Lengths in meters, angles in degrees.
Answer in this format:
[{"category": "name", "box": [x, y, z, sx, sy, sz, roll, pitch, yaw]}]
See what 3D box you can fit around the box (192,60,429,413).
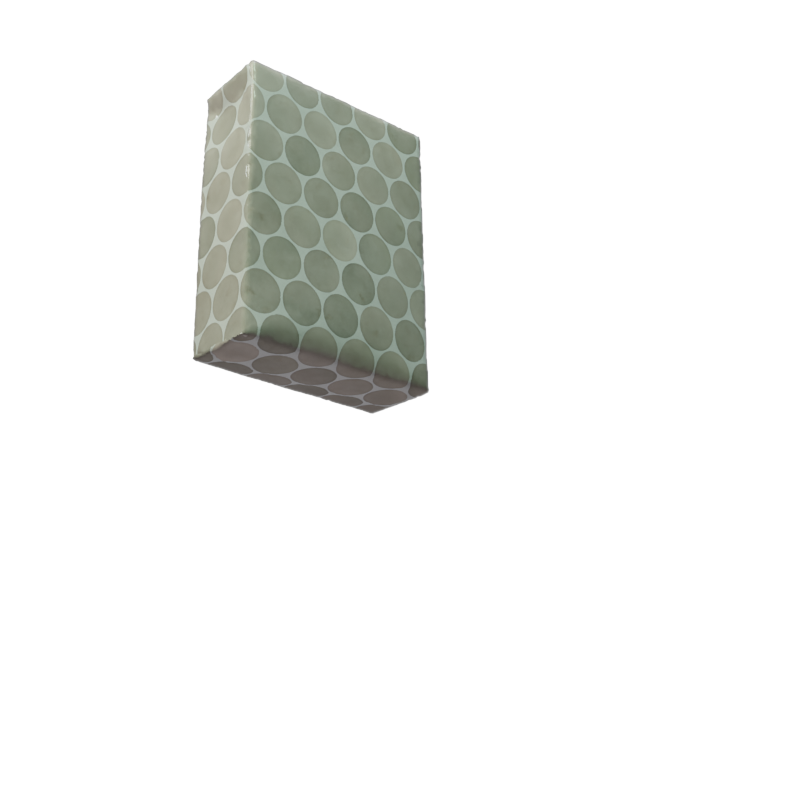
[{"category": "box", "box": [-0.063, -0.114, 0.799, 0.155, 0.226, 0.072, 18, -32, -36]}]
